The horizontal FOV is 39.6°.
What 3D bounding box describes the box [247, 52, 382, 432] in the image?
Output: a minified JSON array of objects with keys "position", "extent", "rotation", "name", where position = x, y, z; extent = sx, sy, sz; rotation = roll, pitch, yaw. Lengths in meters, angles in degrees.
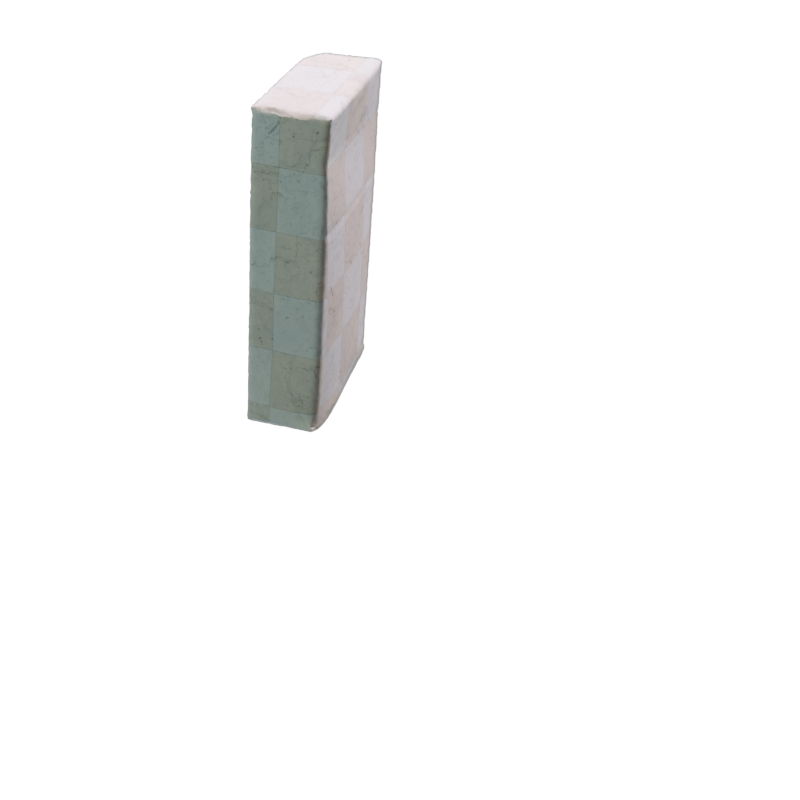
[{"position":[-0.045,-0.082,0.572],"extent":[0.049,0.166,0.097],"rotation":[9,30,12],"name":"box"}]
